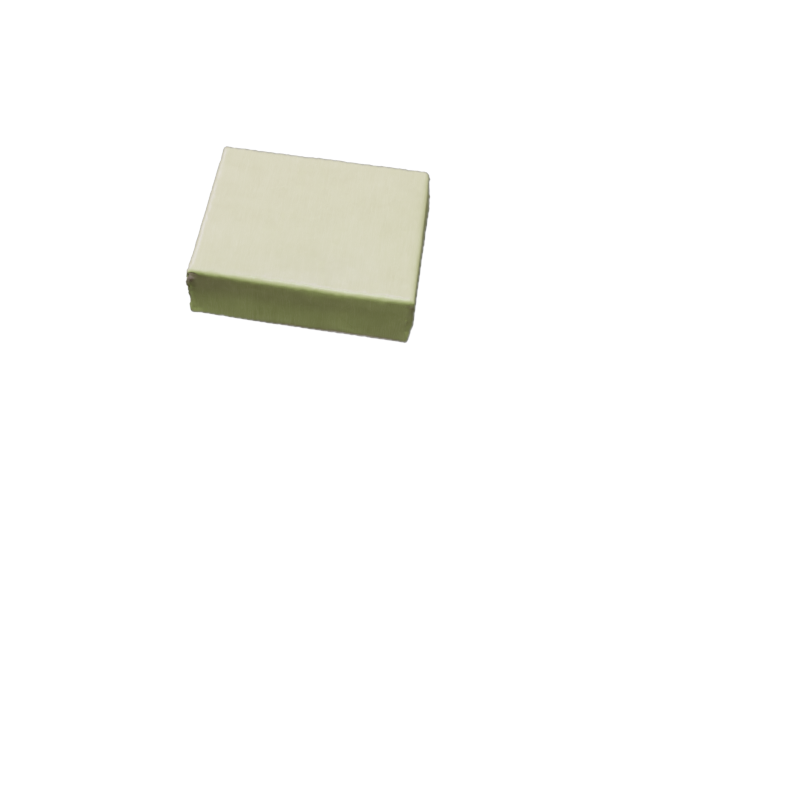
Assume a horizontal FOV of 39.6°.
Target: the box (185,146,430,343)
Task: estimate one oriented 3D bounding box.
[{"bbox_3d":[-0.044,-0.081,0.566,0.114,0.096,0.036,6,-39,4],"label":"box"}]
